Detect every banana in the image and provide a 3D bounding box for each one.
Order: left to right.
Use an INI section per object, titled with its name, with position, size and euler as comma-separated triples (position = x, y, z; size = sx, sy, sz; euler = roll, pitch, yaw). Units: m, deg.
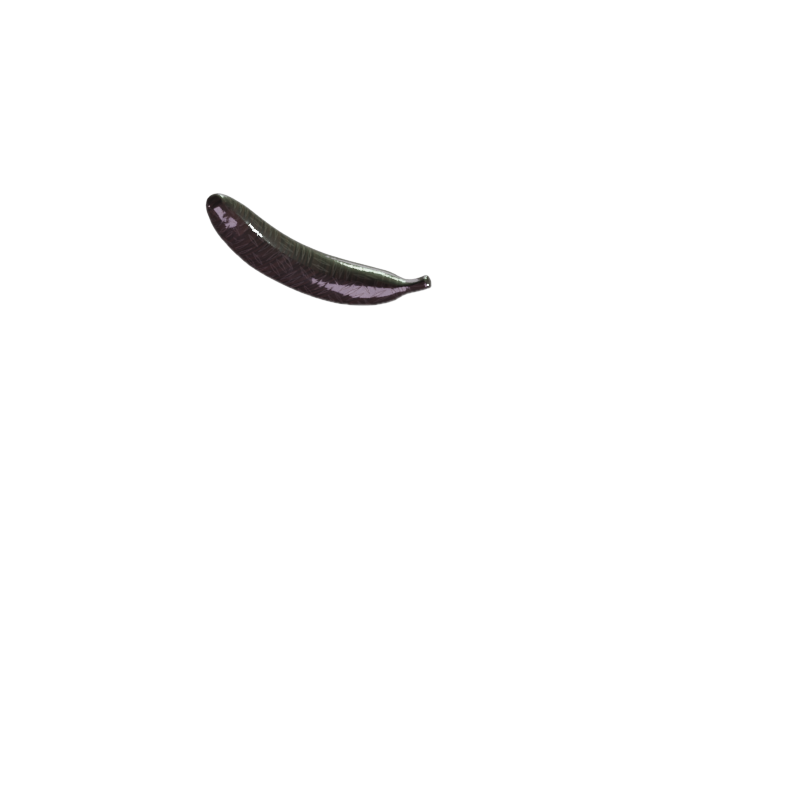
[banana]
position = -0.075, -0.115, 0.896
size = 0.190, 0.039, 0.067
euler = 18, -42, -21
